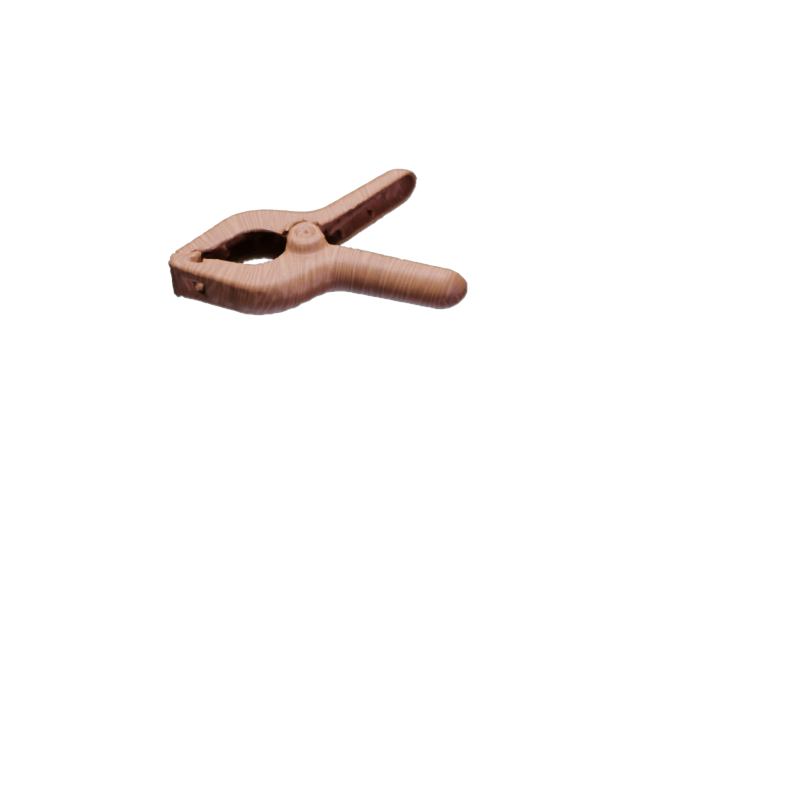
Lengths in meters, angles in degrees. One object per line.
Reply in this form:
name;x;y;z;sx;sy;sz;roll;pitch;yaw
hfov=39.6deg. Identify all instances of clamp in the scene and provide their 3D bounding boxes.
clamp;-0.053;-0.096;0.672;0.171;0.037;0.129;-3;39;-3
